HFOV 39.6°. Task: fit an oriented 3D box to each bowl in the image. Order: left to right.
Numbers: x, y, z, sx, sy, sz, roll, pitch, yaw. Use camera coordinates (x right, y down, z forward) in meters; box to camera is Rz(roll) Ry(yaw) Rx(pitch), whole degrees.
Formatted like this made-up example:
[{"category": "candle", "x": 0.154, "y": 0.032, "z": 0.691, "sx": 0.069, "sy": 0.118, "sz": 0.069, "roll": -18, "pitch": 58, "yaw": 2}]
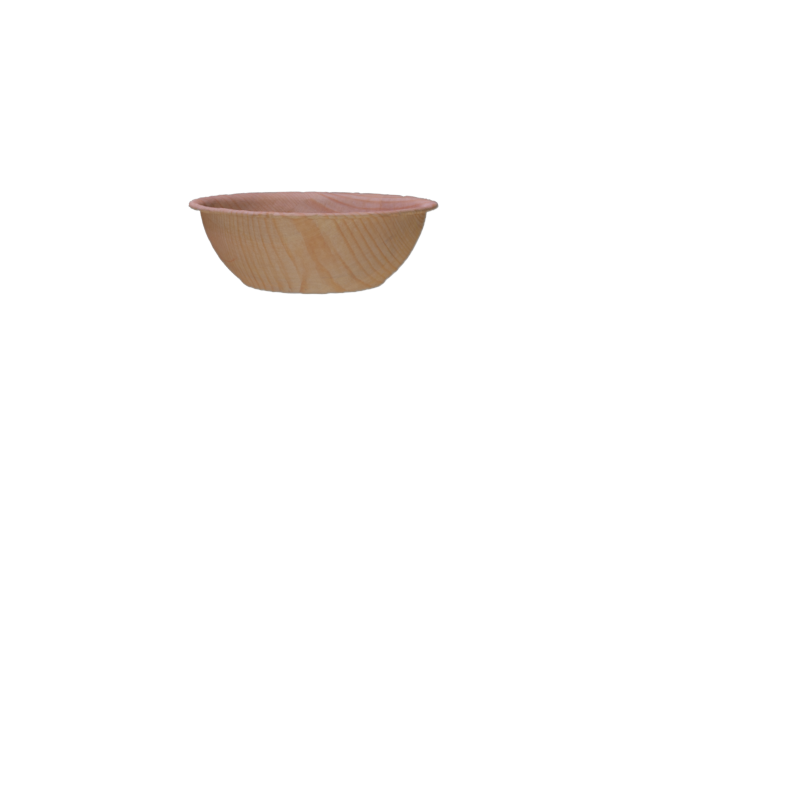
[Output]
[{"category": "bowl", "x": -0.056, "y": -0.103, "z": 0.721, "sx": 0.162, "sy": 0.054, "sz": 0.166, "roll": 0, "pitch": 14, "yaw": -2}]
